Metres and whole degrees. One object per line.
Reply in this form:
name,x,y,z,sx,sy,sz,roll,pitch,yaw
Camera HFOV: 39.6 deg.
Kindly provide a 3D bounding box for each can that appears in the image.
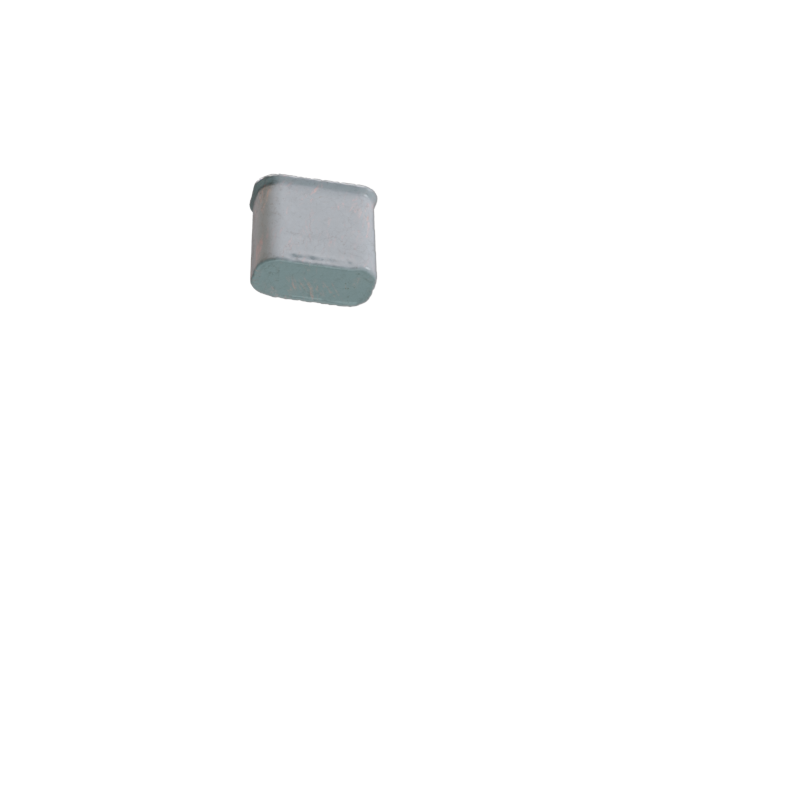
can,-0.069,-0.126,0.879,0.100,0.090,0.055,6,-34,-12
